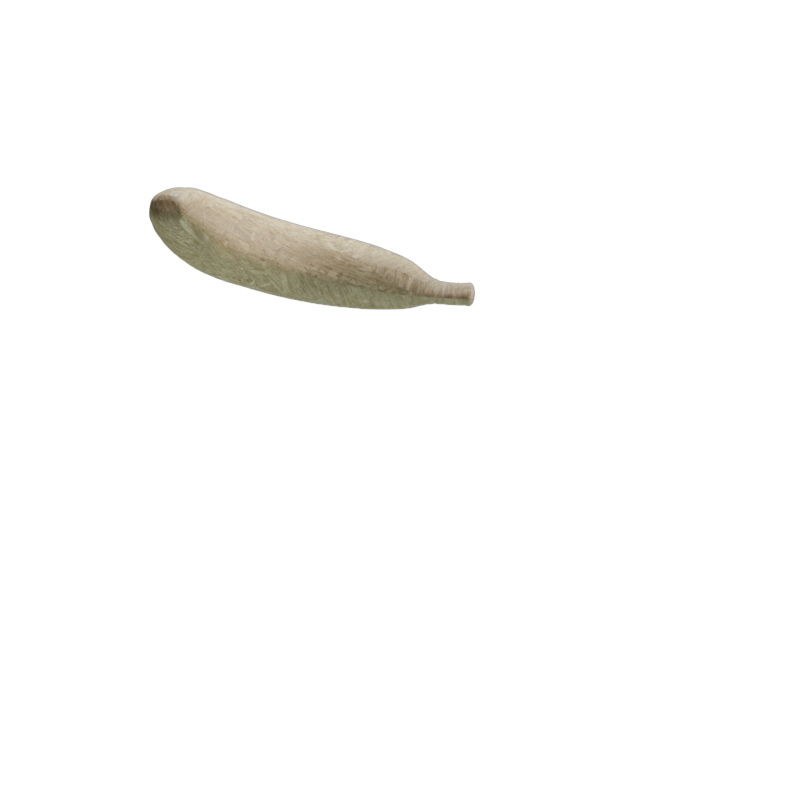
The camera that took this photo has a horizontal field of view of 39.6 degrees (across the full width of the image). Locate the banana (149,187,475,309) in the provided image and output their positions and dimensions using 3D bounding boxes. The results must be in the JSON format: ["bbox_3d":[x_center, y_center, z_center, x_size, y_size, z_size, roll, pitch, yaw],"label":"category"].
[{"bbox_3d":[-0.052,-0.074,0.549,0.188,0.038,0.071,8,-14,-41],"label":"banana"}]
